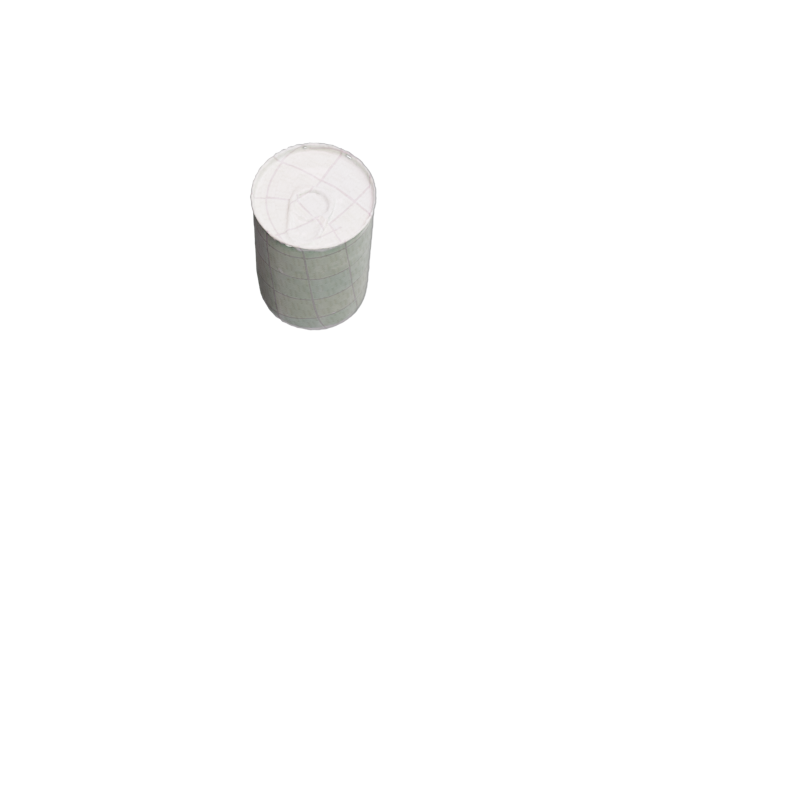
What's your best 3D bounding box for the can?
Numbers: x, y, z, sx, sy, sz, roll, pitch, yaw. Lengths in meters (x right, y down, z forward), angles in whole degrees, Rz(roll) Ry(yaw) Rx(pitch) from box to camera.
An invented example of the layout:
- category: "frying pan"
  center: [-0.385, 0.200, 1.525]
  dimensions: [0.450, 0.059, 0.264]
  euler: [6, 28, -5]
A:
- category: "can"
  center: [-0.050, -0.091, 0.638]
  dimensions: [0.068, 0.073, 0.096]
  euler: [0, -26, -3]
